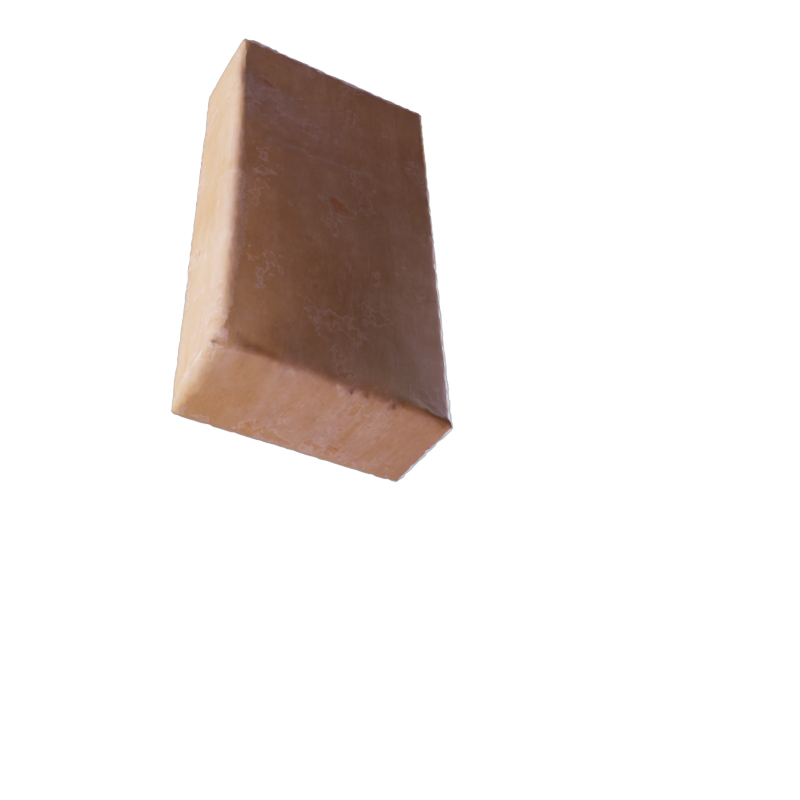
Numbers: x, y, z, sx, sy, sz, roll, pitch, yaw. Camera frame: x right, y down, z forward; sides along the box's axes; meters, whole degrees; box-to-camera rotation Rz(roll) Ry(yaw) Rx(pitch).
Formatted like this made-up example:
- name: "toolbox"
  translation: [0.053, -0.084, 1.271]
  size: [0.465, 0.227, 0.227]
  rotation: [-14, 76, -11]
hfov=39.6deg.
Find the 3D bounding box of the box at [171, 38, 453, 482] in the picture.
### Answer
- name: "box"
  translation: [-0.034, -0.063, 0.440]
  size: [0.090, 0.189, 0.046]
  rotation: [19, -48, -21]
